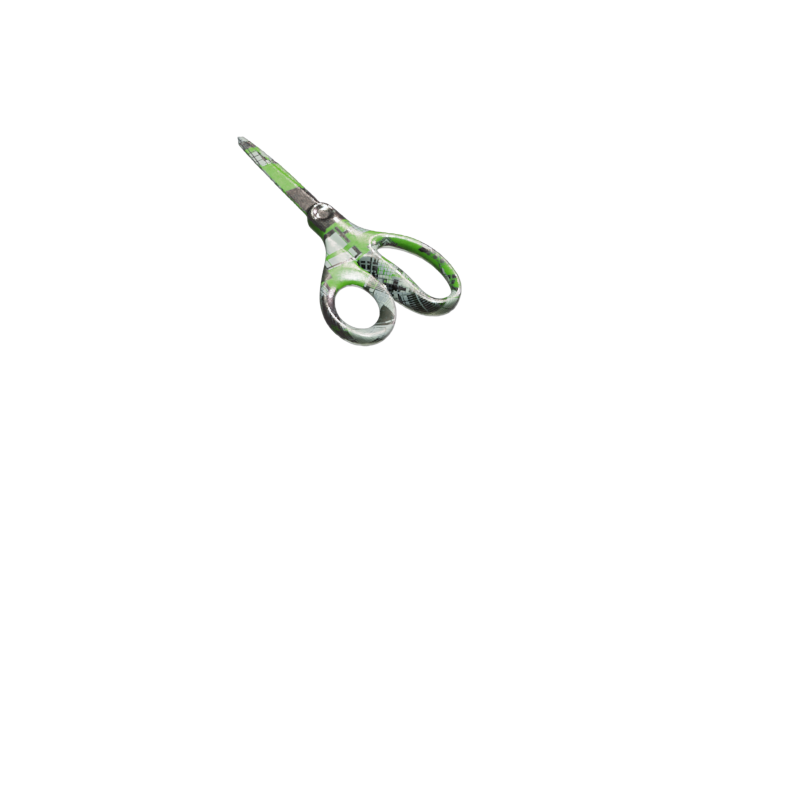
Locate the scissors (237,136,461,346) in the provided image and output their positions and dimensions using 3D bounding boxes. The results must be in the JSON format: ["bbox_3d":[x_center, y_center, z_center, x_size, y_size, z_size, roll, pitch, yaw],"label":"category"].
[{"bbox_3d":[-0.056,-0.102,0.716,0.212,0.098,0.015,31,-32,22],"label":"scissors"}]
